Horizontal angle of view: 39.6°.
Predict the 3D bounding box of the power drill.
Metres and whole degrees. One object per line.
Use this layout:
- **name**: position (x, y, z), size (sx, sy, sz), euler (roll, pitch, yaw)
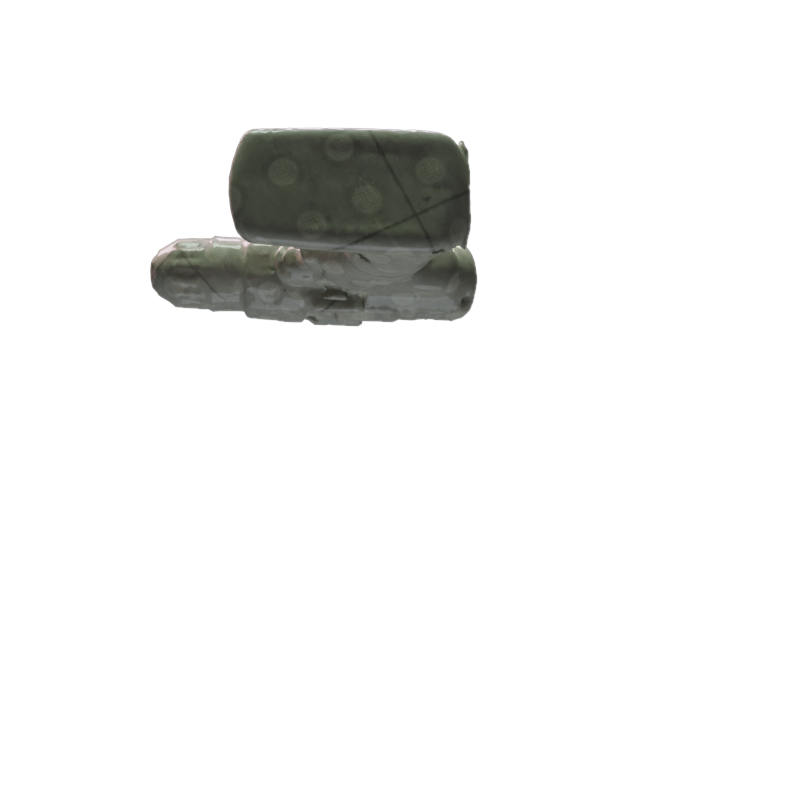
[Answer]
- **power drill**: position (-0.044, -0.081, 0.565), size (0.184, 0.059, 0.183), euler (0, -8, -3)
